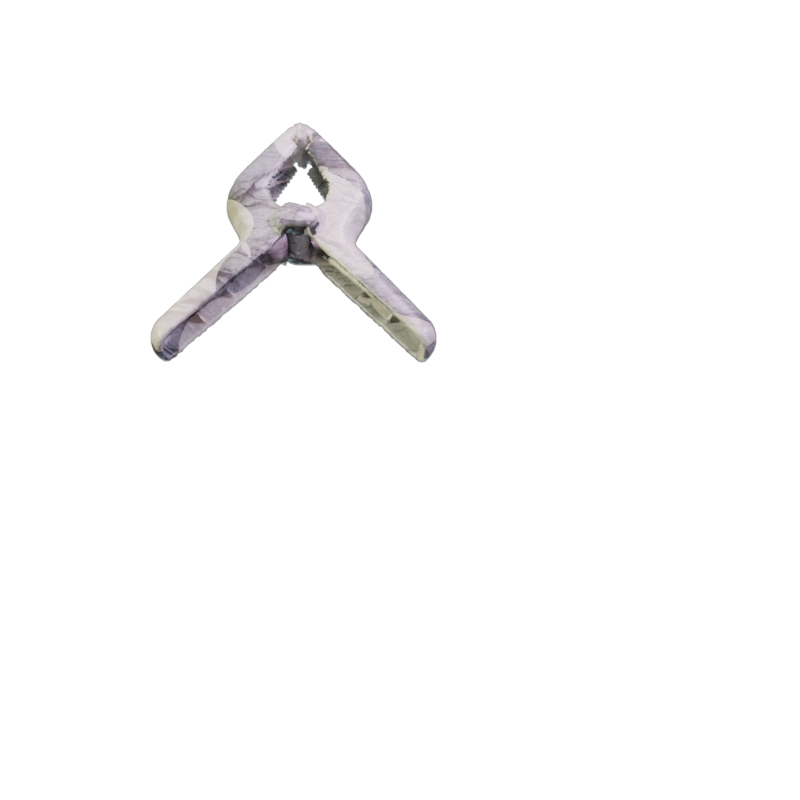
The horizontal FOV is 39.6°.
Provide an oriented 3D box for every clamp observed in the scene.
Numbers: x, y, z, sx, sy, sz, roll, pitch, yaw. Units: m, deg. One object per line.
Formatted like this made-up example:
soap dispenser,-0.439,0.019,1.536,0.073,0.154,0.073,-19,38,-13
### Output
clamp,-0.055,-0.100,0.702,0.166,0.224,0.034,4,-43,4
